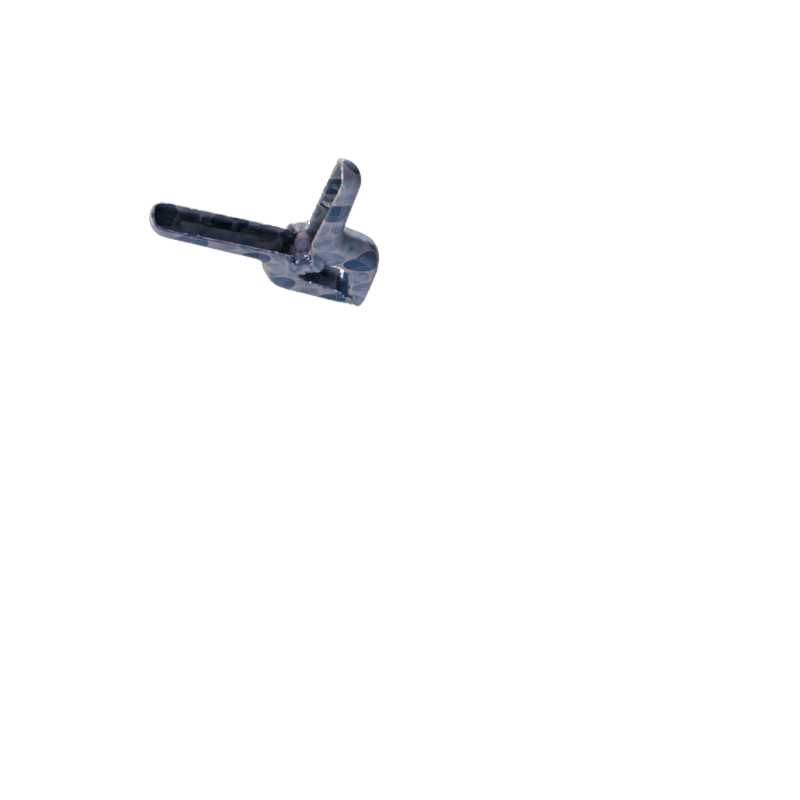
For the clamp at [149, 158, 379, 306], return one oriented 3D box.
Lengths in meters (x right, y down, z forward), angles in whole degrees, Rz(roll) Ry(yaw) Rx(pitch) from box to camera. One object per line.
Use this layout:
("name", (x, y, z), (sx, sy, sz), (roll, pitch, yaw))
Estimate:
("clamp", (-0.067, -0.122, 0.853), (0.168, 0.038, 0.196), (-10, -21, 28))
